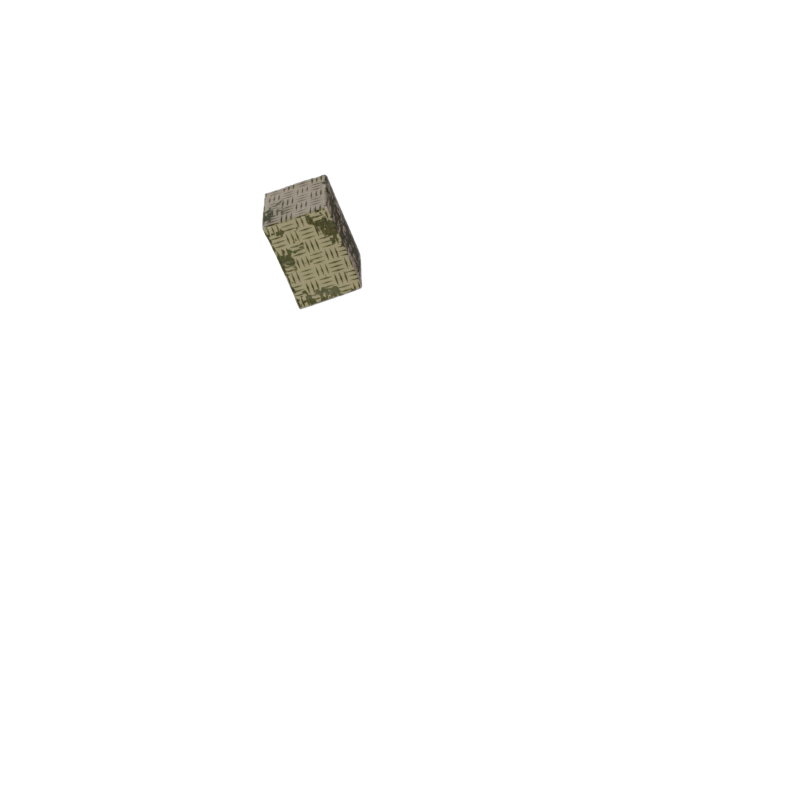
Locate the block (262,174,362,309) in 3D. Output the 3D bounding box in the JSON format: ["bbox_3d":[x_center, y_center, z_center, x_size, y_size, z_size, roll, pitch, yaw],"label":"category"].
[{"bbox_3d":[-0.065,-0.119,0.835,0.053,0.073,0.055,-17,33,9],"label":"block"}]
